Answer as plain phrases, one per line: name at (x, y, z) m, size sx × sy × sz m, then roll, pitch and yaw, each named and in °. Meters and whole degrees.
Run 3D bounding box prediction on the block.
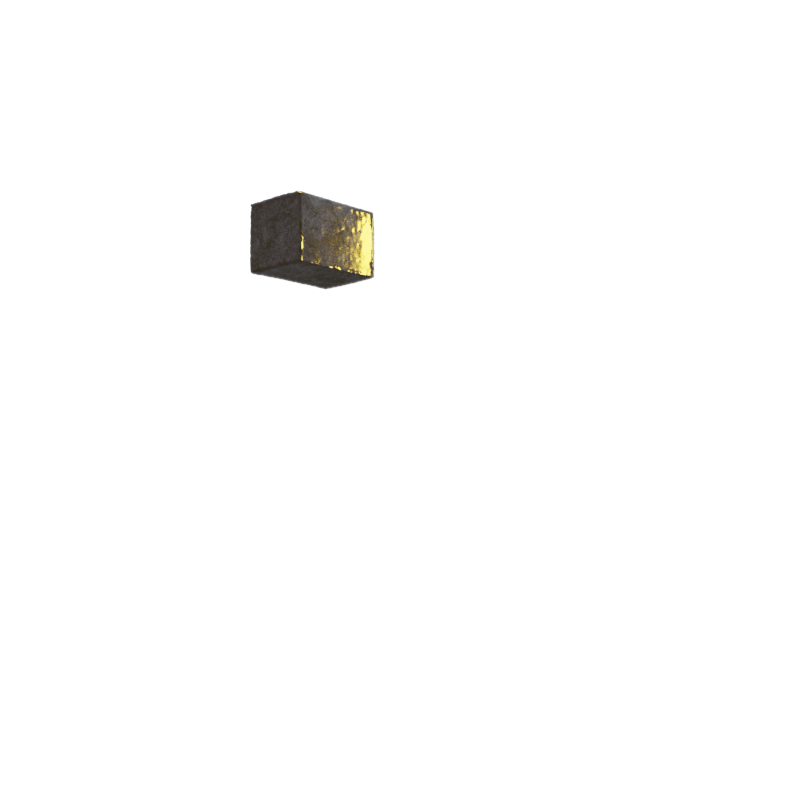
block at (-0.062, -0.114, 0.797) m, size 0.054 × 0.053 × 0.074 m, roll -10°, pitch -14°, yaw 41°
